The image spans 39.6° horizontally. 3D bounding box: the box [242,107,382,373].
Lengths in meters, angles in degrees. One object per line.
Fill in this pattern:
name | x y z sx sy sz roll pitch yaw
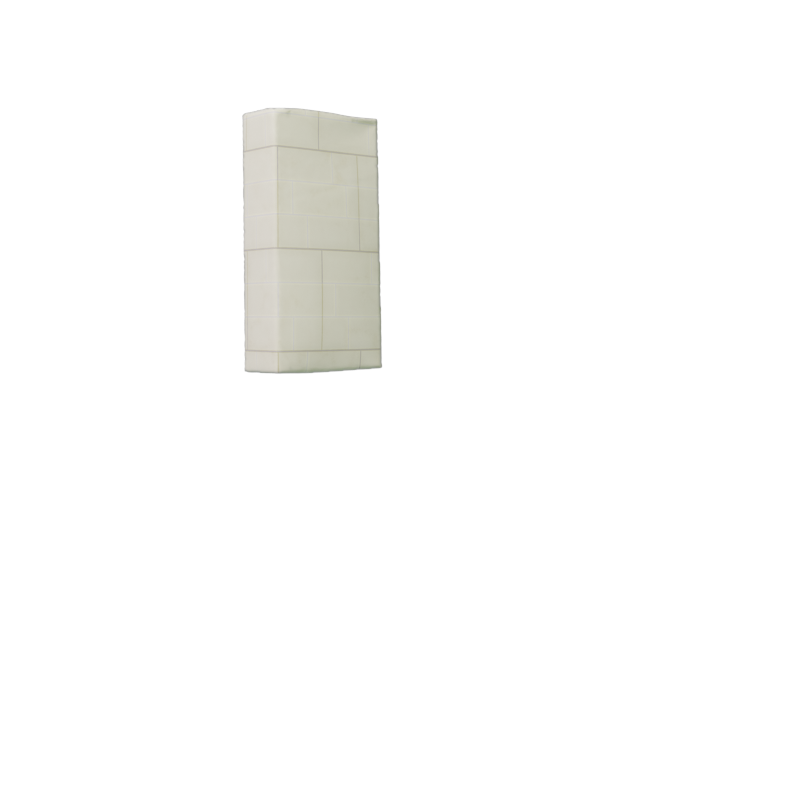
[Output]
box | -0.060 -0.109 0.761 0.090 0.177 0.050 0 -1 -39
